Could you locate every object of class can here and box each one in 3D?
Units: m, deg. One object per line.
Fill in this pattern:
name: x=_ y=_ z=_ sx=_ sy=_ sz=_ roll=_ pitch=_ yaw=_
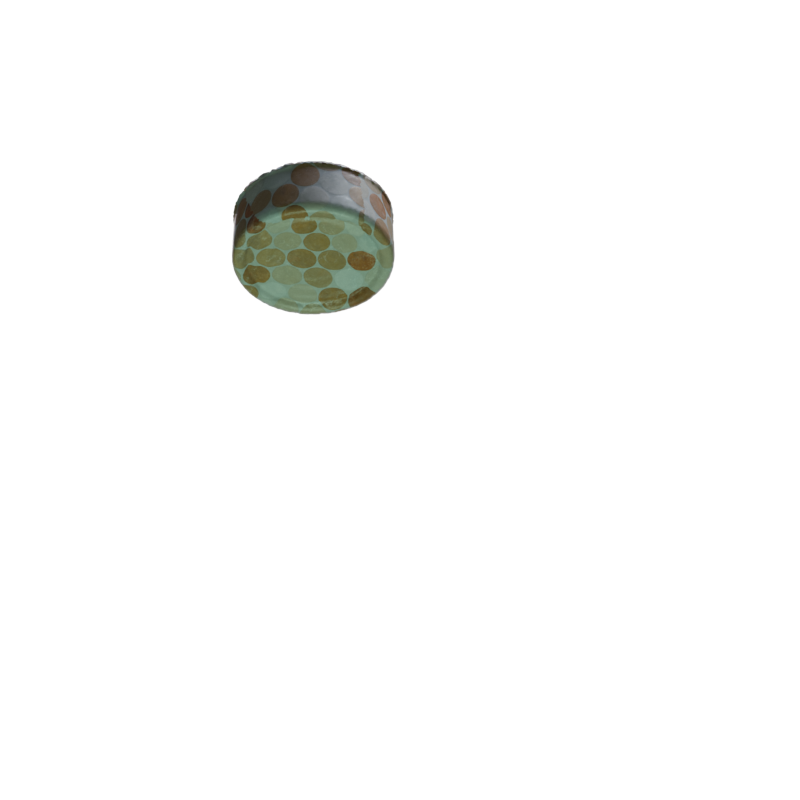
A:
can: x=-0.046 y=-0.083 z=0.582 sx=0.086 sy=0.036 sz=0.080 roll=1 pitch=-38 yaw=-2
